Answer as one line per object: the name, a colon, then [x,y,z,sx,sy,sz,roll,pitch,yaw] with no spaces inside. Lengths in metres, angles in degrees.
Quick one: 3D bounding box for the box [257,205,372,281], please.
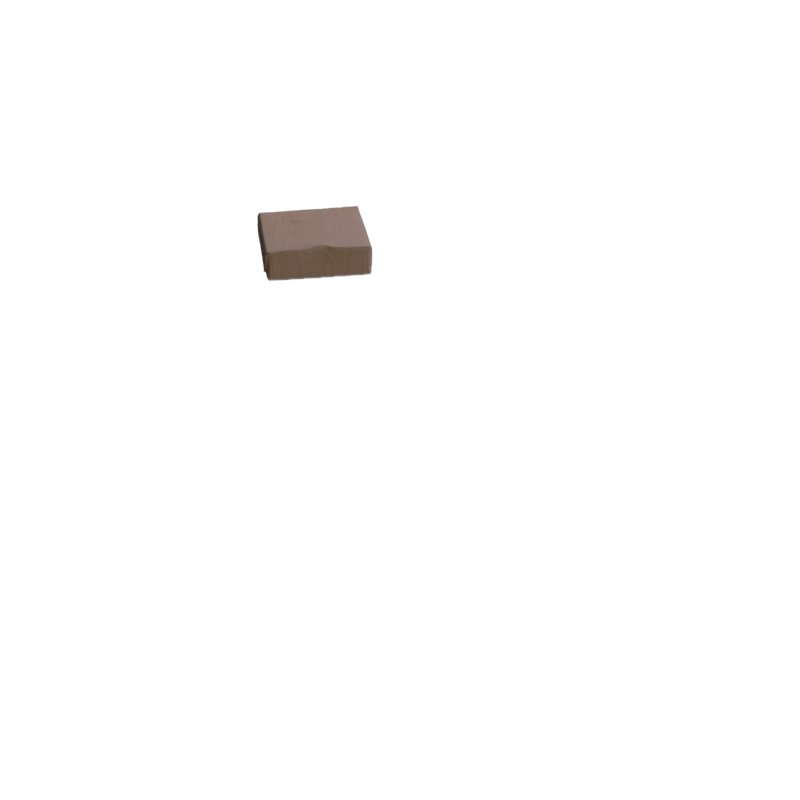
box: [-0.073,-0.132,0.928,0.088,0.028,0.078,-5,35,-7]
